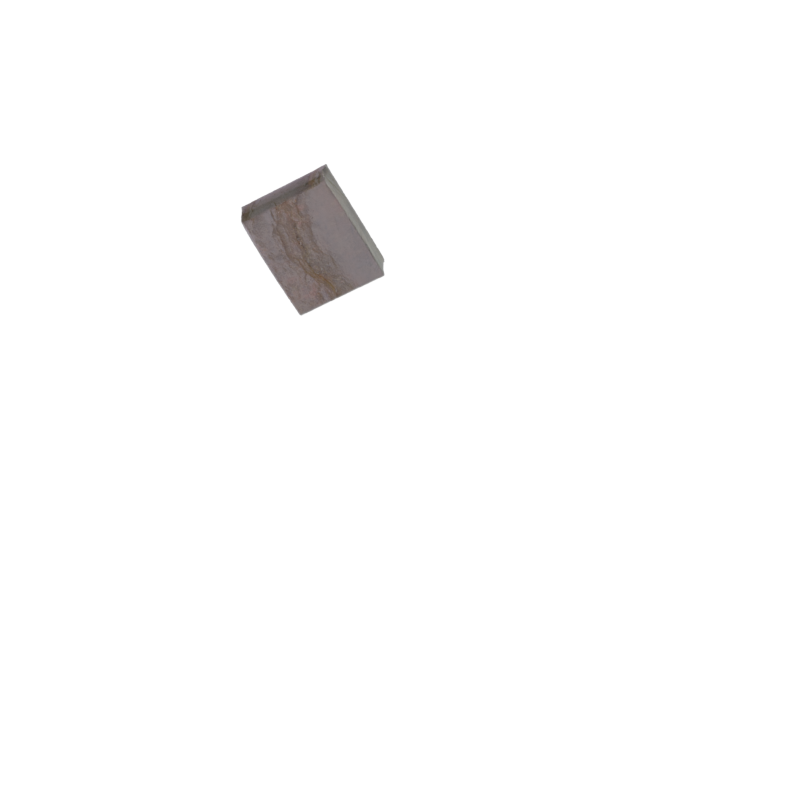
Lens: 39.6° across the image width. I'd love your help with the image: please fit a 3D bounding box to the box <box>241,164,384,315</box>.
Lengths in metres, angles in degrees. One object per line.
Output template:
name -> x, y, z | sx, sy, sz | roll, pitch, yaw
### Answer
box -> -0.078, -0.142, 0.997 | 0.090, 0.107, 0.041 | -25, 28, 14
